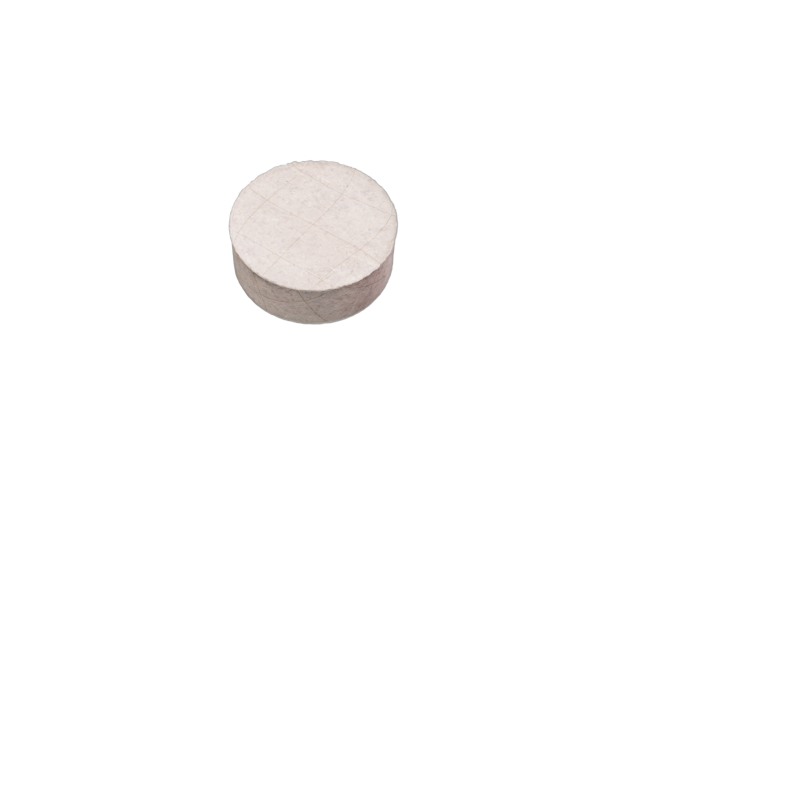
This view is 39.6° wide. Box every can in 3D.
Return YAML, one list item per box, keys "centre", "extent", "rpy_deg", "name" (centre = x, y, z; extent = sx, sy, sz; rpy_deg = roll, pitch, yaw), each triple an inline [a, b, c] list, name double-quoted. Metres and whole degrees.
- centre: [-0.045, -0.082, 0.573]
  extent: [0.086, 0.092, 0.031]
  rpy_deg: [-1, -36, -1]
  name: "can"
